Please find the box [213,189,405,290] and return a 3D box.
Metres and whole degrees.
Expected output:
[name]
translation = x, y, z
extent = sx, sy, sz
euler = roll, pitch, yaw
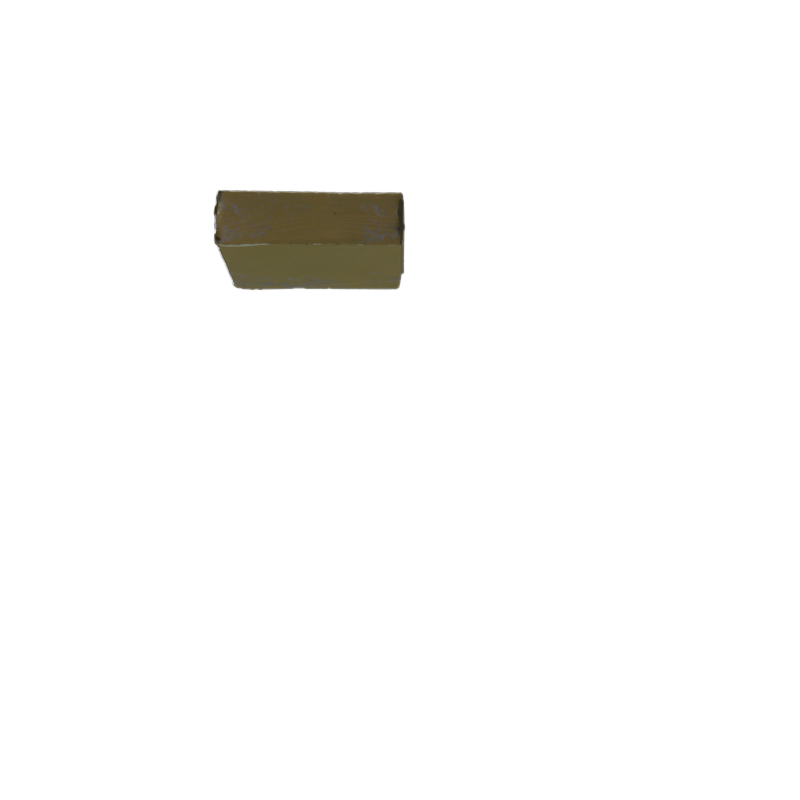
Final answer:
[box]
translation = -0.054, -0.098, 0.685
extent = 0.114, 0.040, 0.086
euler = 0, -14, 1
